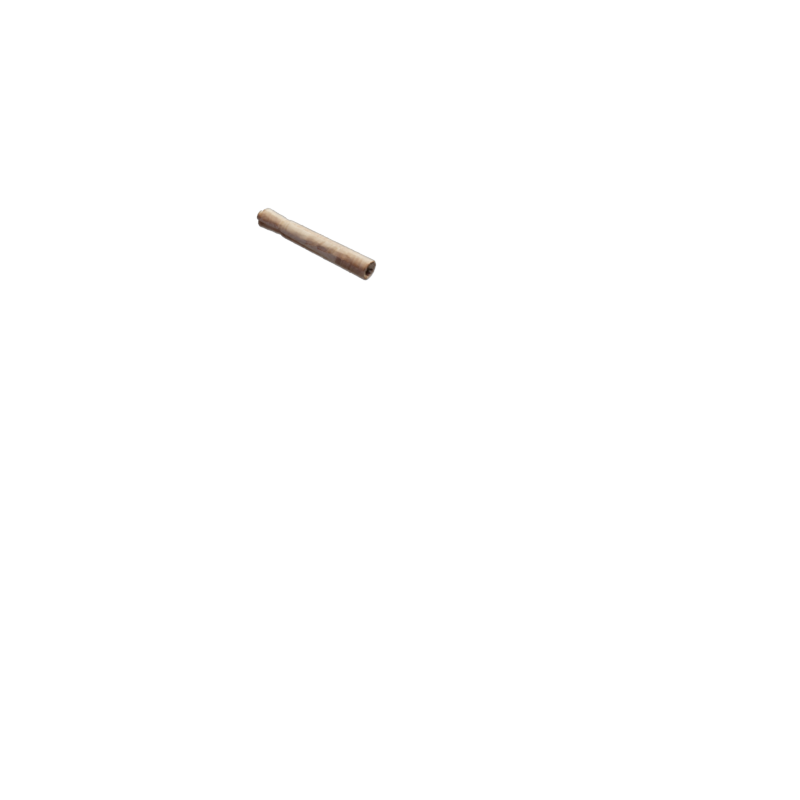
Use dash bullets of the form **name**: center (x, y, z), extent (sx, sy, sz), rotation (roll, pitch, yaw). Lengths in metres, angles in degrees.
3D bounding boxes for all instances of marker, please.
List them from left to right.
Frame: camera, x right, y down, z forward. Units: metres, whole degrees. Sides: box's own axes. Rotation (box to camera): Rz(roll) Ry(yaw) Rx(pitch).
- **marker**: center (-0.075, -0.137, 0.960), extent (0.128, 0.019, 0.019), rotation (30, 17, 26)
